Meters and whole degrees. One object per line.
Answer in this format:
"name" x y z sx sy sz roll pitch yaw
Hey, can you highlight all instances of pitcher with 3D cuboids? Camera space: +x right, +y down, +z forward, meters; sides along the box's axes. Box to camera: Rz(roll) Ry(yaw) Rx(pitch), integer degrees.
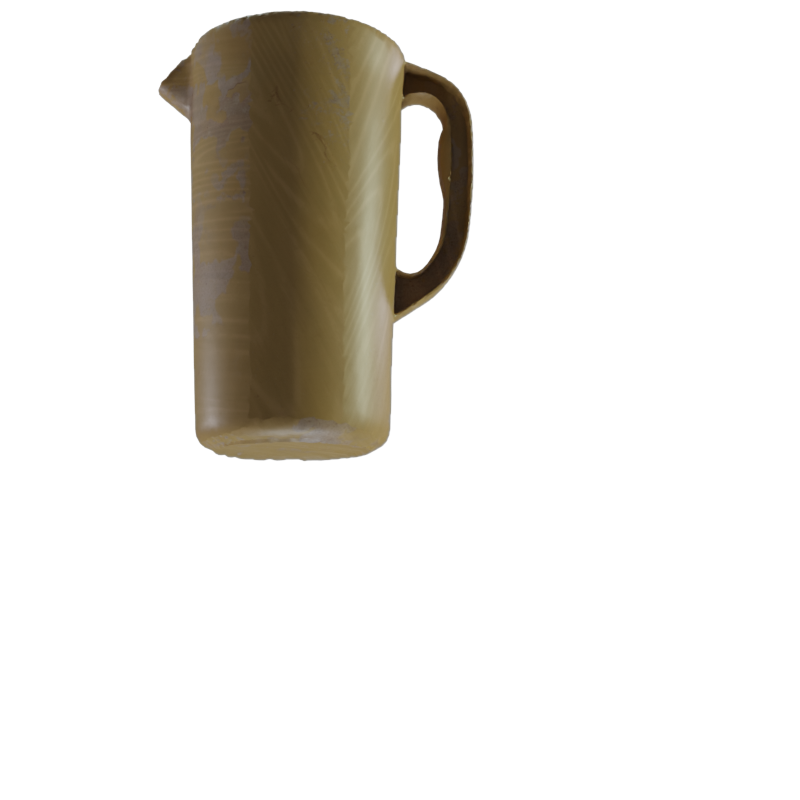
"pitcher" -0.051 -0.092 0.646 0.152 0.253 0.137 -13 -19 39
